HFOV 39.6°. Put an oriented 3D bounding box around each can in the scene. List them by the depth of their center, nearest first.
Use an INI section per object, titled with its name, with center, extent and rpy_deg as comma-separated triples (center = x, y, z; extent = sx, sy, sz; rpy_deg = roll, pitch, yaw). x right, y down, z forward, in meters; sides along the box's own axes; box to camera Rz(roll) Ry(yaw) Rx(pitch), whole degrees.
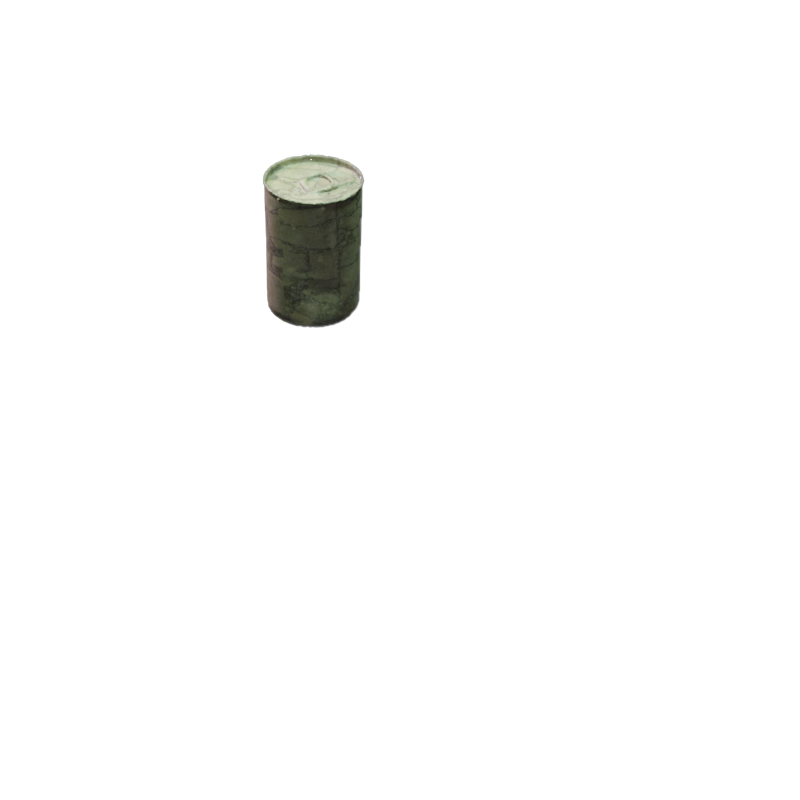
[can]
center = -0.060, -0.110, 0.771
extent = 0.068, 0.096, 0.073
rpy_deg = 0, 35, -3
